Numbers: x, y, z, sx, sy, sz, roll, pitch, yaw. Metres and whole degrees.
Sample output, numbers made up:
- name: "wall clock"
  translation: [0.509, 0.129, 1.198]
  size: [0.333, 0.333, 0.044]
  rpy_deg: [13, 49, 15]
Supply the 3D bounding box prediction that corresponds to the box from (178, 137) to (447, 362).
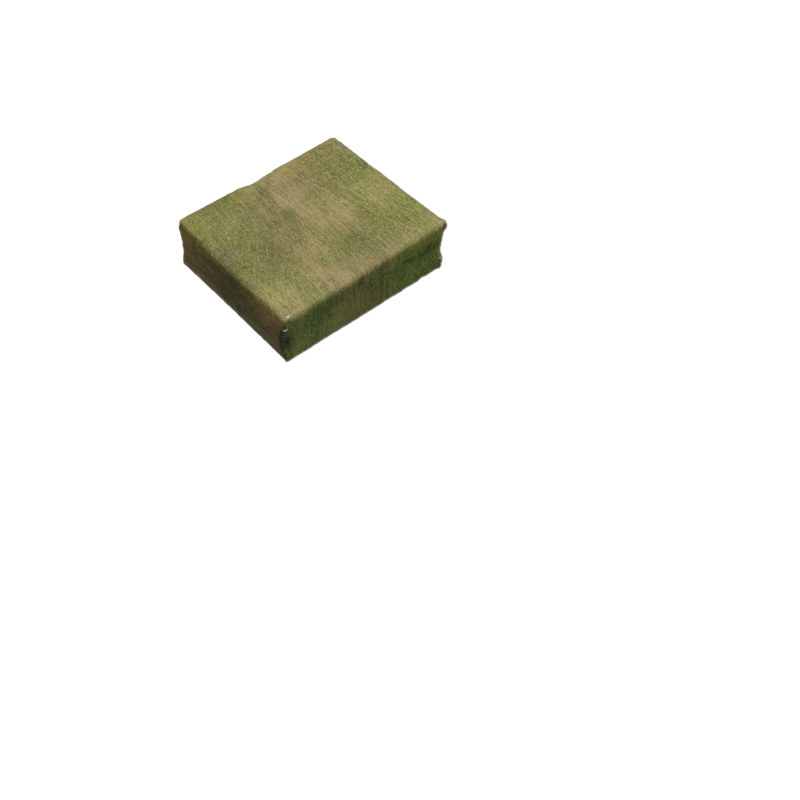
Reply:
- name: "box"
  translation: [-0.037, -0.067, 0.469]
  size: [0.089, 0.028, 0.078]
  rpy_deg: [-33, 57, -26]
